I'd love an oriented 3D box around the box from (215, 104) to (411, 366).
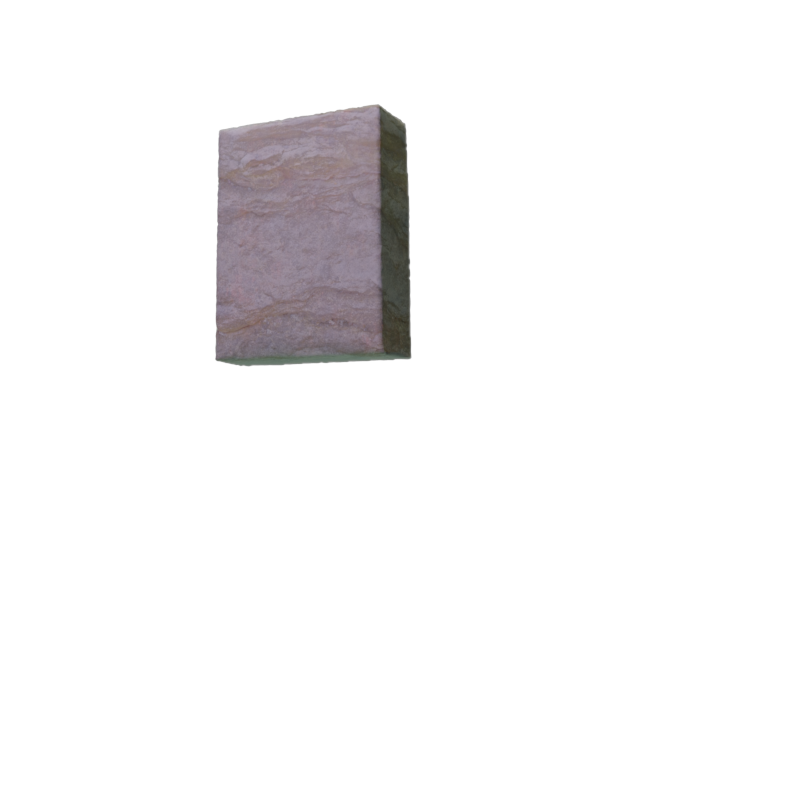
[{"bbox_3d":[-0.077,-0.140,0.982,0.168,0.219,0.068,-4,-11,25],"label":"box"}]
